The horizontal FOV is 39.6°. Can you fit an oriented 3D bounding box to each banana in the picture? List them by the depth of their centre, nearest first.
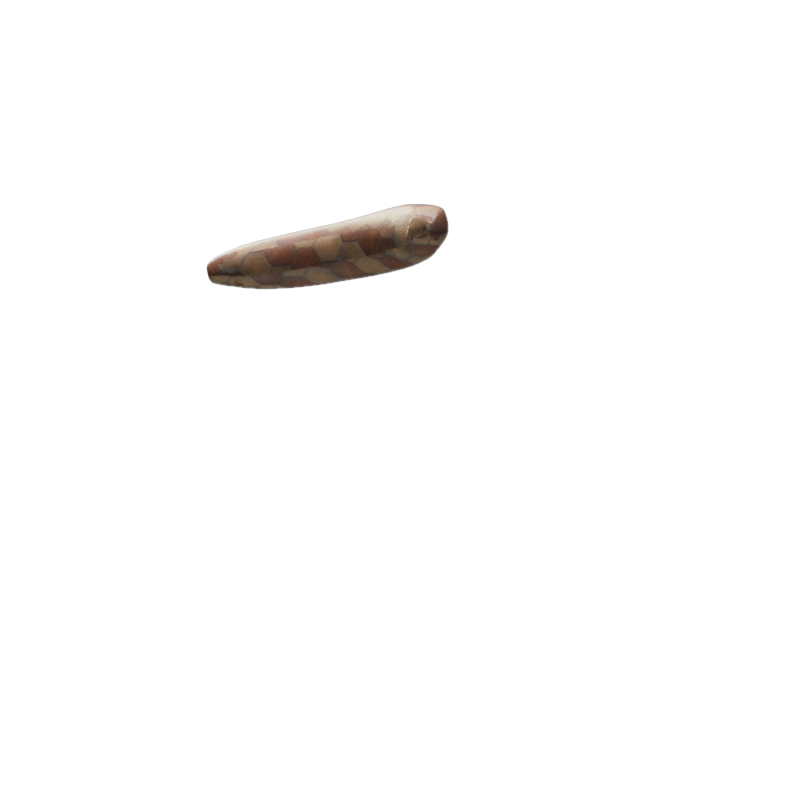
[{"bbox_3d":[-0.037,-0.096,0.687,0.066,0.038,0.203,8,-10,-44],"label":"banana"}]
